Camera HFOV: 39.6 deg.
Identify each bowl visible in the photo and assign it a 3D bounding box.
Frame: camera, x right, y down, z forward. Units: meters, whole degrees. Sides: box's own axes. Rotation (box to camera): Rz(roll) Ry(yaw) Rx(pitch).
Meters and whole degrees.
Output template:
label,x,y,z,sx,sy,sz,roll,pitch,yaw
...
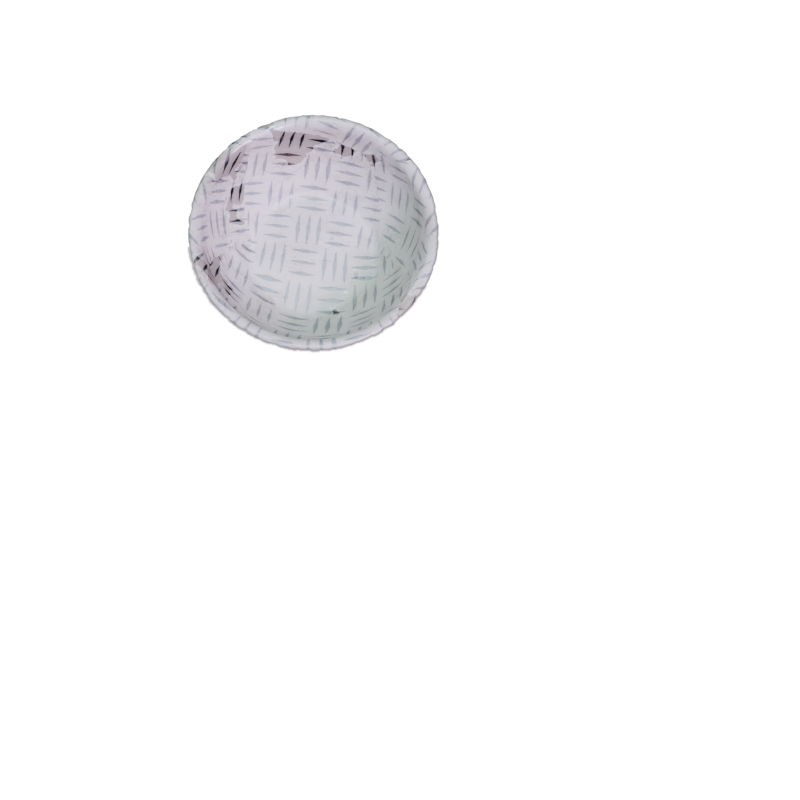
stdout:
label,x,y,z,sx,sy,sz,roll,pitch,yaw
bowl,-0.058,-0.105,0.735,0.162,0.169,0.053,-1,-19,-1
